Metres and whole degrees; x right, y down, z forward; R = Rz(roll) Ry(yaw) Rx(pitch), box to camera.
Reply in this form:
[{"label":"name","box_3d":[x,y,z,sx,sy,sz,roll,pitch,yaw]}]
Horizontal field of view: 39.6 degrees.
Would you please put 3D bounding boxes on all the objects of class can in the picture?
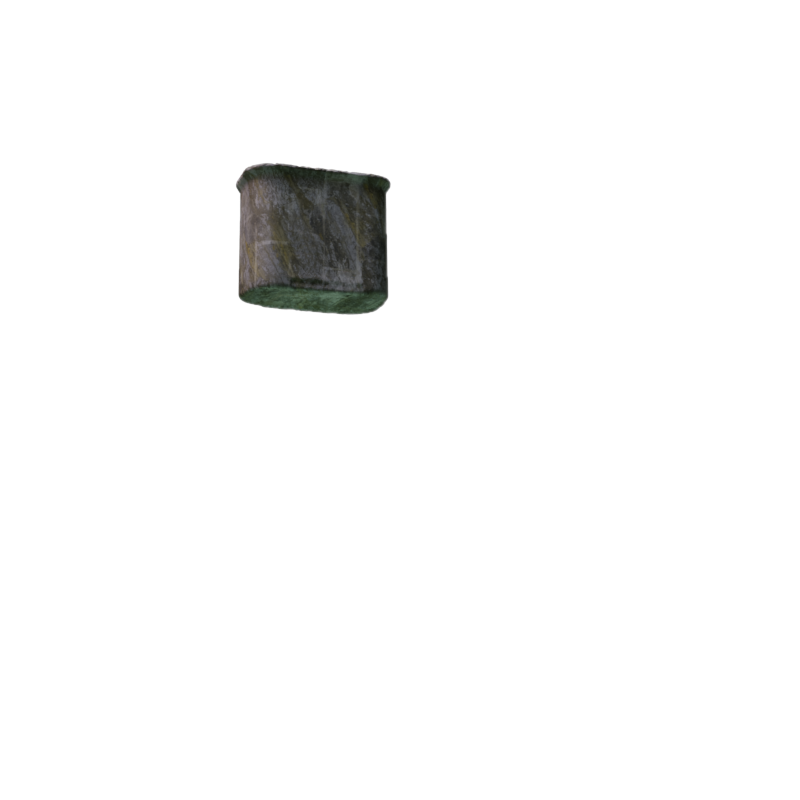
[{"label":"can","box_3d":[-0.058,-0.105,0.737,0.099,0.087,0.057,4,-16,-18]}]
